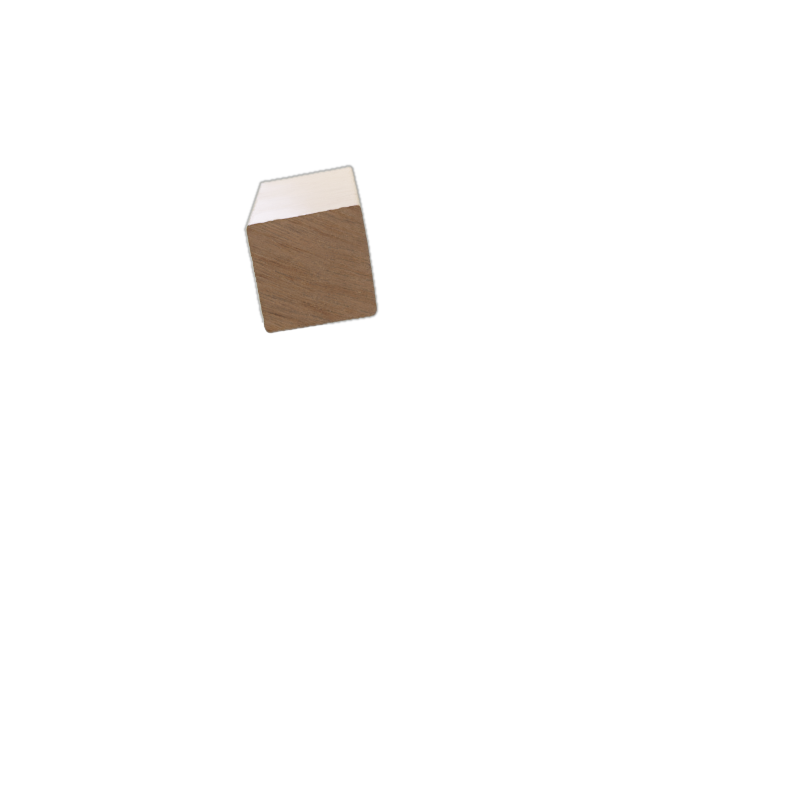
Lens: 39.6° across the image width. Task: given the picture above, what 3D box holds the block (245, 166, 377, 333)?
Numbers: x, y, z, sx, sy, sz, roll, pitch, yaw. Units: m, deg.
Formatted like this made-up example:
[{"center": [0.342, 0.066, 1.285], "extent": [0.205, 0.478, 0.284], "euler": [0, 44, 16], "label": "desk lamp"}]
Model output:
[{"center": [-0.073, -0.134, 0.940], "extent": [0.091, 0.087, 0.214], "euler": [-10, 19, -1], "label": "block"}]
